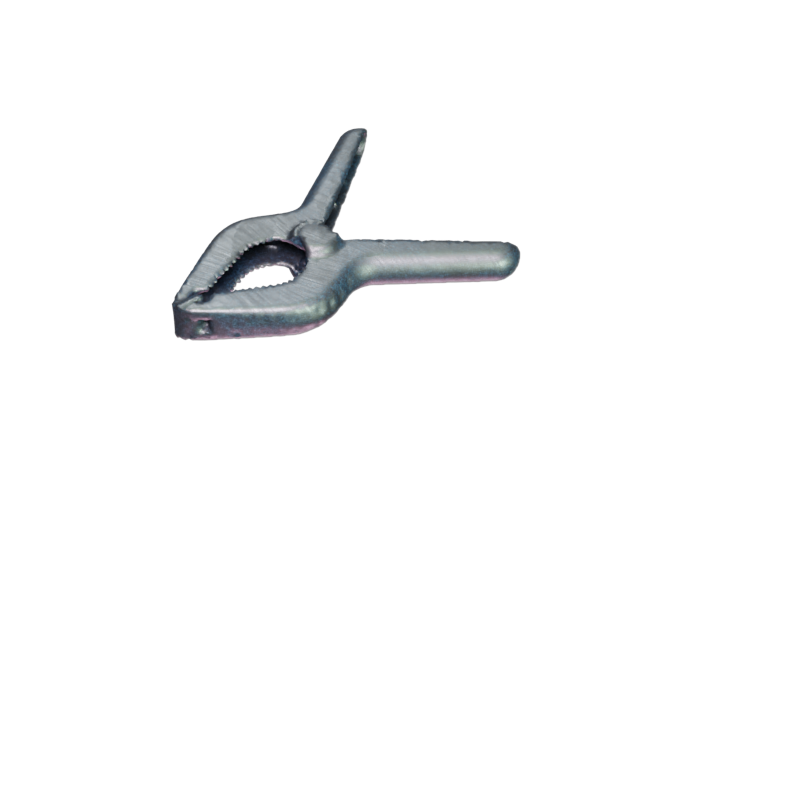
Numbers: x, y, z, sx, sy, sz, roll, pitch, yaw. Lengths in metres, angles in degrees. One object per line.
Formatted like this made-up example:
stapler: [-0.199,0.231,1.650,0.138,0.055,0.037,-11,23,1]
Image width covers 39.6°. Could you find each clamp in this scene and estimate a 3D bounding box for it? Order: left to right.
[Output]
clamp: [-0.055,-0.100,0.697,0.208,0.034,0.178,-24,50,-22]
